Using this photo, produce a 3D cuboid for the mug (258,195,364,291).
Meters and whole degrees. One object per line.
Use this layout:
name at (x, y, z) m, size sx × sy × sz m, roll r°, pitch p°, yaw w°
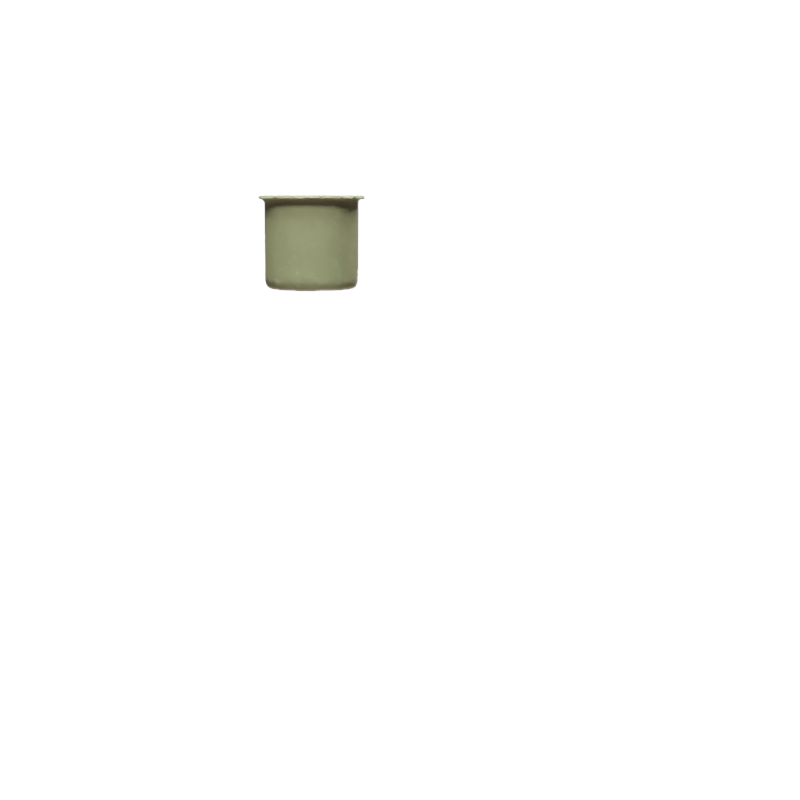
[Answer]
mug at (-0.077, -0.141, 0.986) m, size 0.094 × 0.081 × 0.118 m, roll 1°, pitch 7°, yaw 5°
